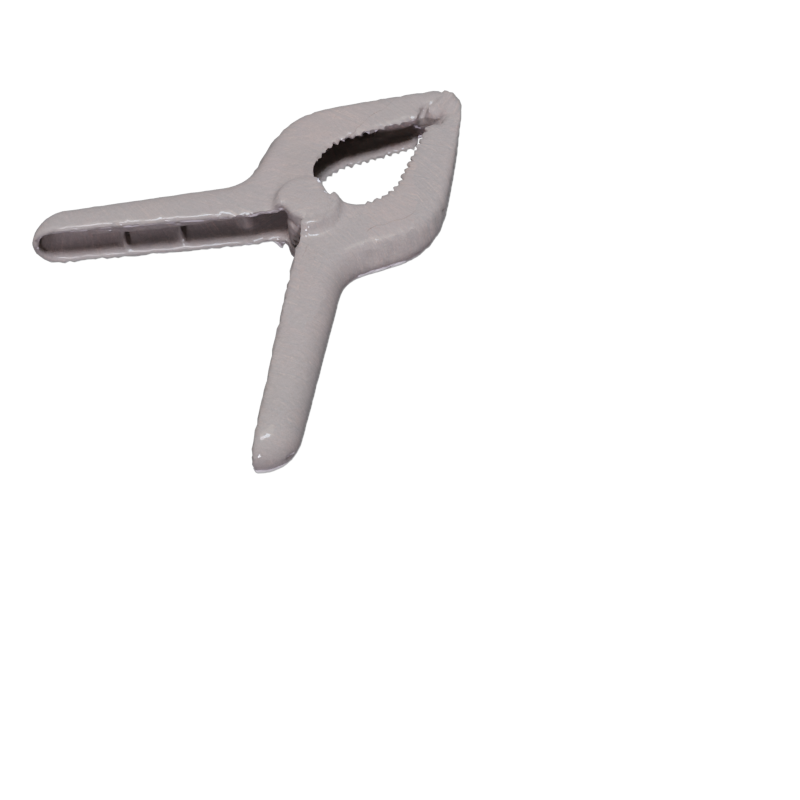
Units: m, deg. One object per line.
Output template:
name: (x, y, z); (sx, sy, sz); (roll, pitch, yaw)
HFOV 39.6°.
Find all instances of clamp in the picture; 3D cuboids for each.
clamp: (-0.040, -0.073, 0.510); (0.210, 0.175, 0.034); (-33, -28, -20)
